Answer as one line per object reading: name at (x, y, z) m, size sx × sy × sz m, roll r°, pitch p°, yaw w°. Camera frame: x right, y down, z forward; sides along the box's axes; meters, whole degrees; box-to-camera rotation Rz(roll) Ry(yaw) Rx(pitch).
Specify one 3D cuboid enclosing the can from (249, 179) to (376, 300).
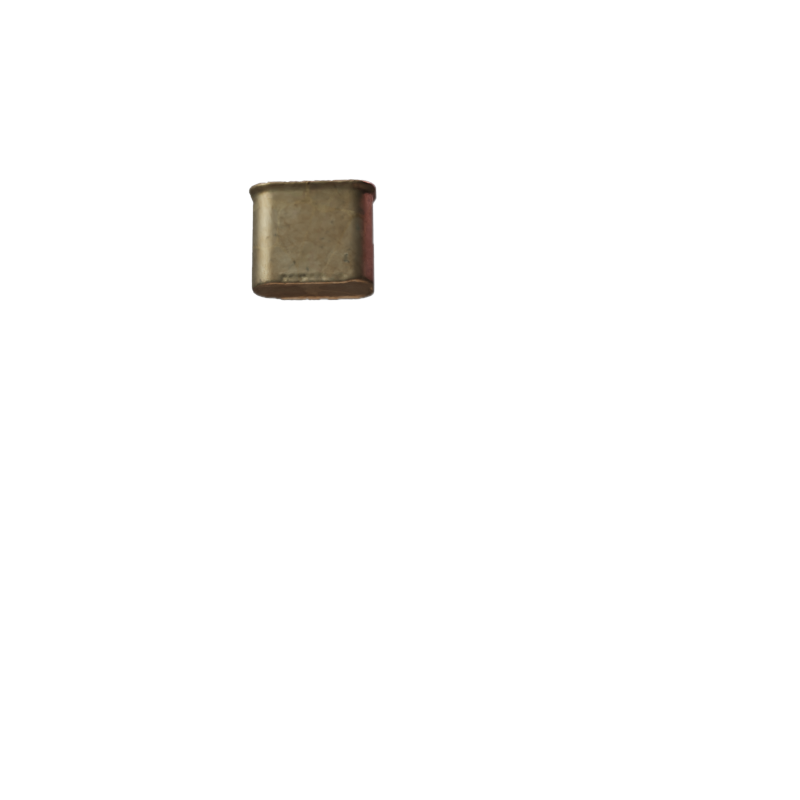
can at (-0.069, -0.126, 0.882) m, size 0.102 × 0.087 × 0.055 m, roll -1°, pitch -15°, yaw 2°
